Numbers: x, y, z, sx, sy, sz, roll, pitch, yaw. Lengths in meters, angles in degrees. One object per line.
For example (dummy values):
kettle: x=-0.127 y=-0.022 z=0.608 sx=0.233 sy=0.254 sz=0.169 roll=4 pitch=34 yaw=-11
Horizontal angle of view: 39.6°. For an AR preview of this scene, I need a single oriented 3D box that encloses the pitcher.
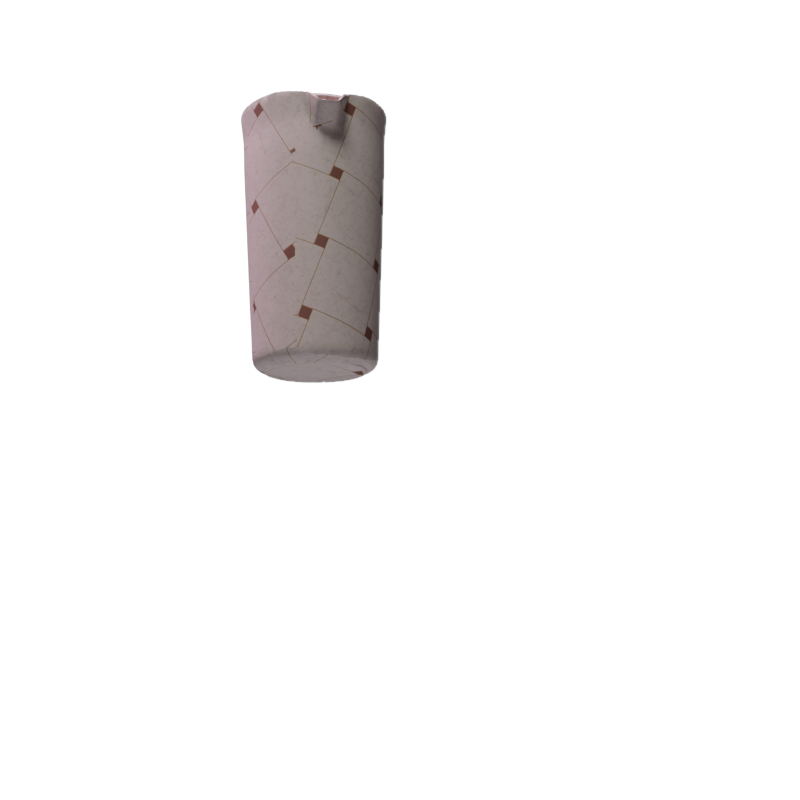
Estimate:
pitcher: x=-0.078 y=-0.142 z=0.992 sx=0.148 sy=0.253 sz=0.140 roll=-11 pitch=-19 yaw=31
